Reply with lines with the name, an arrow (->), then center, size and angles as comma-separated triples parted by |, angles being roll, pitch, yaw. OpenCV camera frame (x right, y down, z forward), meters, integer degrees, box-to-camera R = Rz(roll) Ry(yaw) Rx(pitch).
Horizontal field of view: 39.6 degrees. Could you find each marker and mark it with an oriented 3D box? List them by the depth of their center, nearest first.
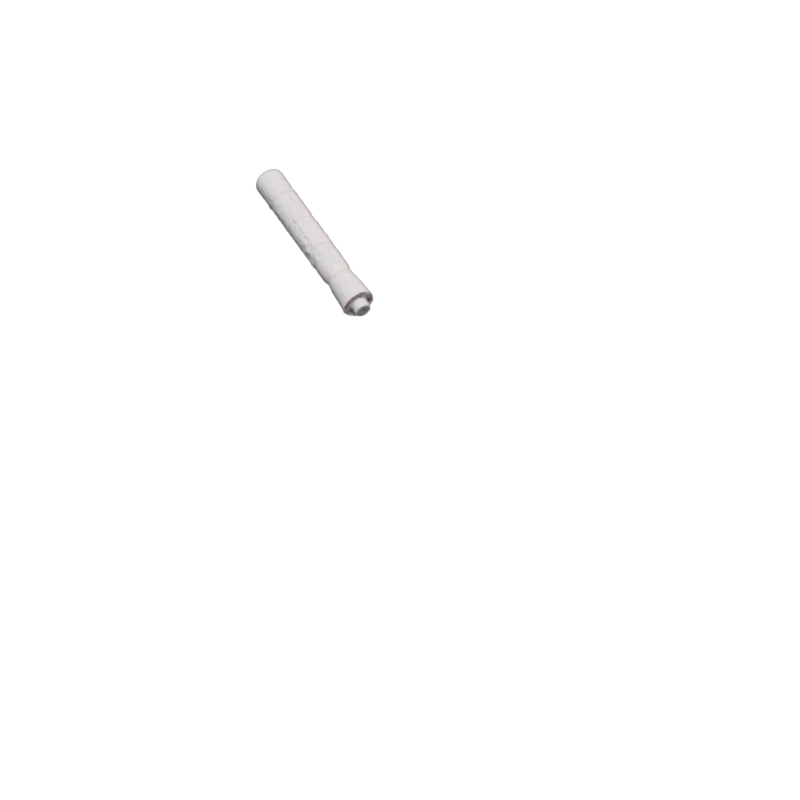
marker -> -0.051, -0.093, 0.648 | 0.019, 0.019, 0.131 | -2, 43, -37
